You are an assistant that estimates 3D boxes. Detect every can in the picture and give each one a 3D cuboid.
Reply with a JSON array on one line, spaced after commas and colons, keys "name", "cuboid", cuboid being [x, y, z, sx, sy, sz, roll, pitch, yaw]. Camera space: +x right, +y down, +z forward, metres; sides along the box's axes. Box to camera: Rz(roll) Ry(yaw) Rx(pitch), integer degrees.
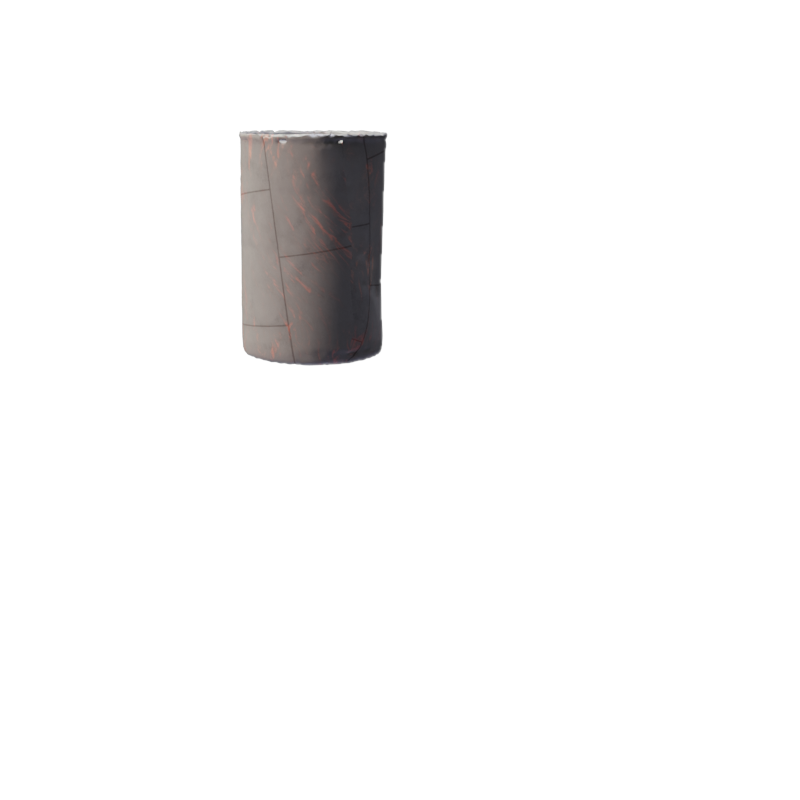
[{"name": "can", "cuboid": [-0.040, -0.073, 0.514, 0.068, 0.100, 0.070, 0, 10, -2]}]
